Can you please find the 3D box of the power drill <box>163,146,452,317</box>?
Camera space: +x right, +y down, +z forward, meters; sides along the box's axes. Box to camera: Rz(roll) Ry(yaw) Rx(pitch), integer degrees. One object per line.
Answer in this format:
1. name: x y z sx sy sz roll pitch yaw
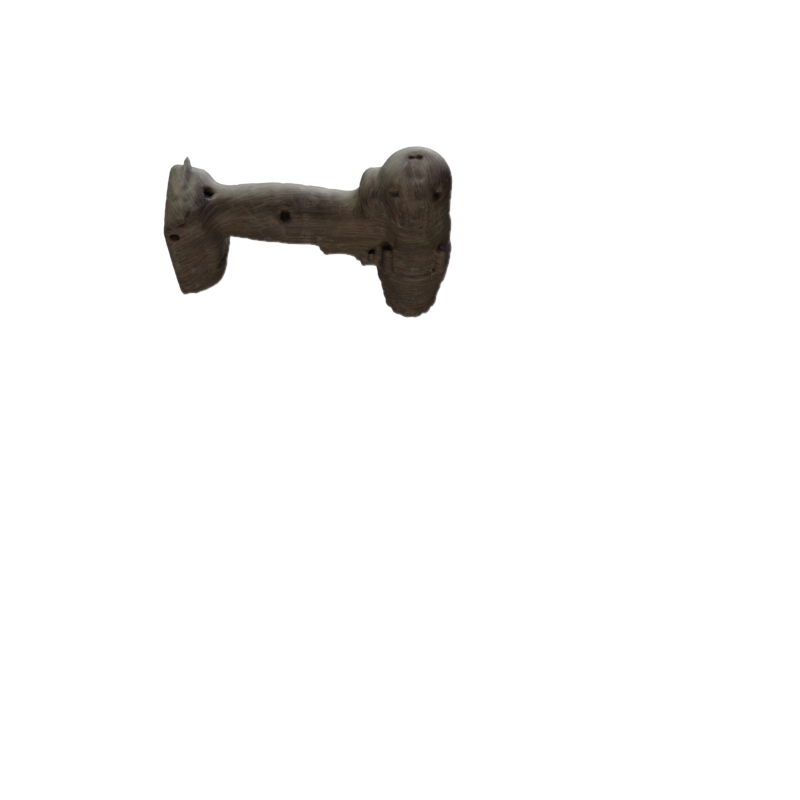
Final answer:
1. power drill: -0.059 -0.107 0.752 0.188 0.061 0.173 -1 -25 1
